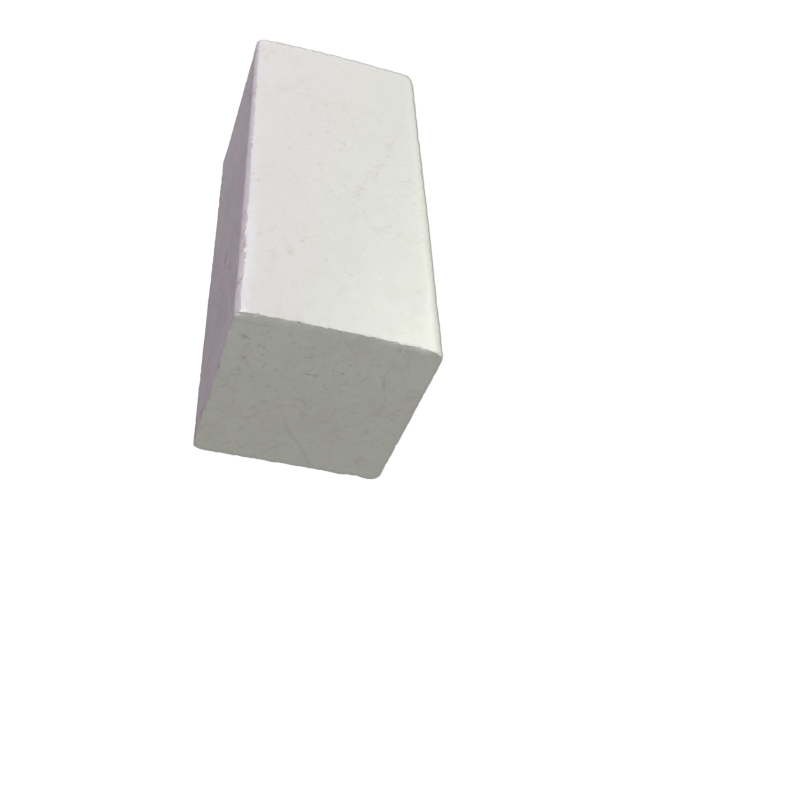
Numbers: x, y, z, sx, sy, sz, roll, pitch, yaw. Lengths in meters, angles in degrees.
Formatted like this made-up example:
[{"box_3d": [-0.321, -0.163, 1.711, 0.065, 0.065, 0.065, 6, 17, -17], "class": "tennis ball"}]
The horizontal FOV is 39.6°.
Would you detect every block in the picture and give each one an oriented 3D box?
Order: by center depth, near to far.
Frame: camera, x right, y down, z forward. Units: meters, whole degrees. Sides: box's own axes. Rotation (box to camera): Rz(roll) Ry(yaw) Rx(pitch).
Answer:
[{"box_3d": [-0.042, -0.078, 0.547, 0.088, 0.221, 0.086, 11, -46, -14], "class": "block"}]
